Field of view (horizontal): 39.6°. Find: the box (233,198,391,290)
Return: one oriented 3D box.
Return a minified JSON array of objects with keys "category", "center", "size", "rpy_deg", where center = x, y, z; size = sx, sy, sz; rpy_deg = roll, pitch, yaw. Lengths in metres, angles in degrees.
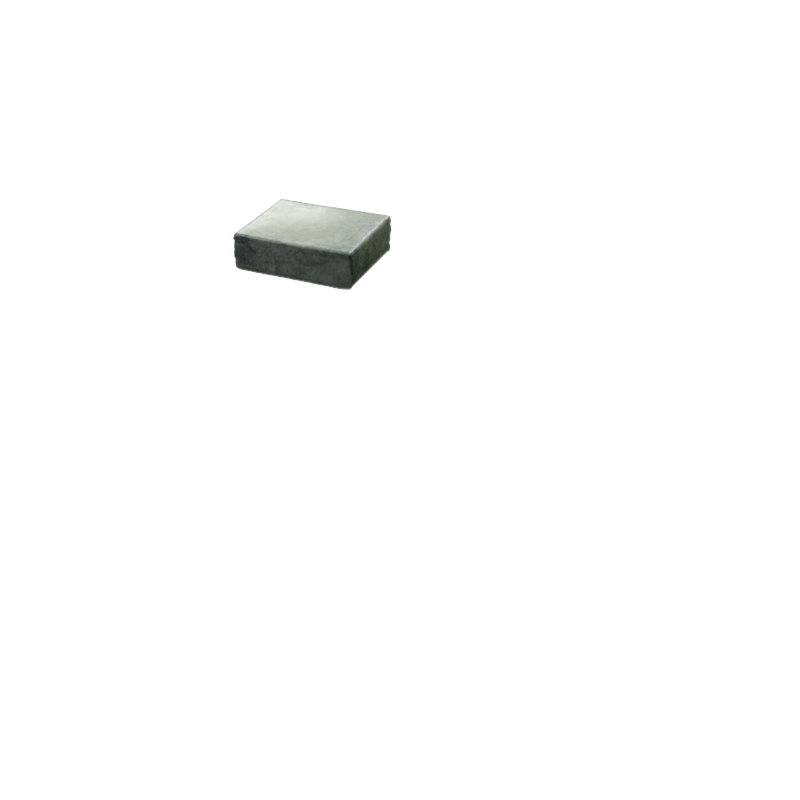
[{"category":"box","center":[-0.076,-0.138,0.969],"size":[0.118,0.037,0.092],"rpy_deg":[13,34,20]}]
